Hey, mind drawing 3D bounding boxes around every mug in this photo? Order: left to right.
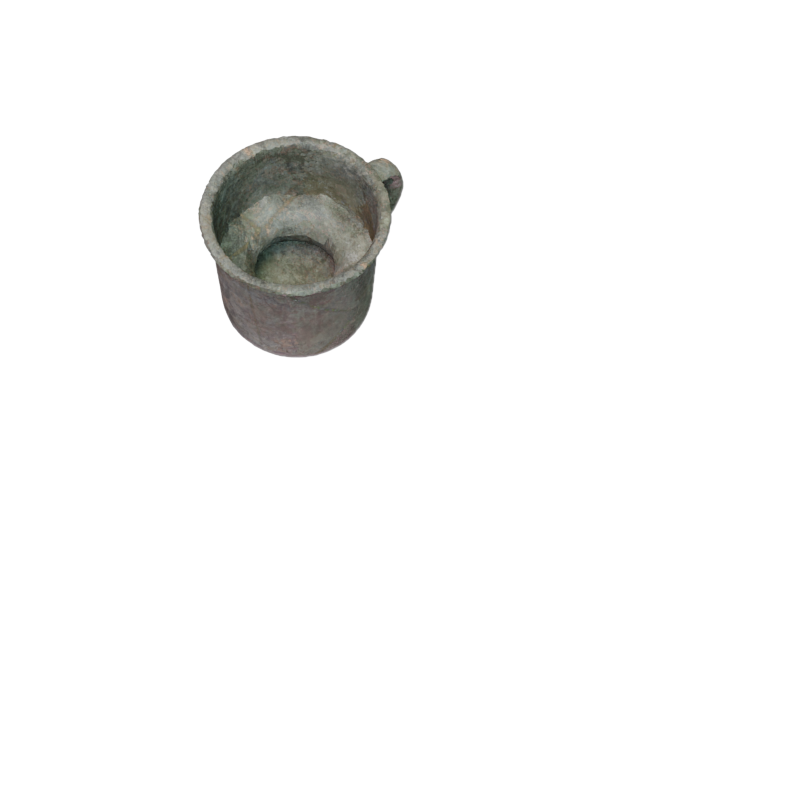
[{"bbox_3d":[-0.045,-0.082,0.572,0.118,0.098,0.077,-41,-21,-21],"label":"mug"}]
